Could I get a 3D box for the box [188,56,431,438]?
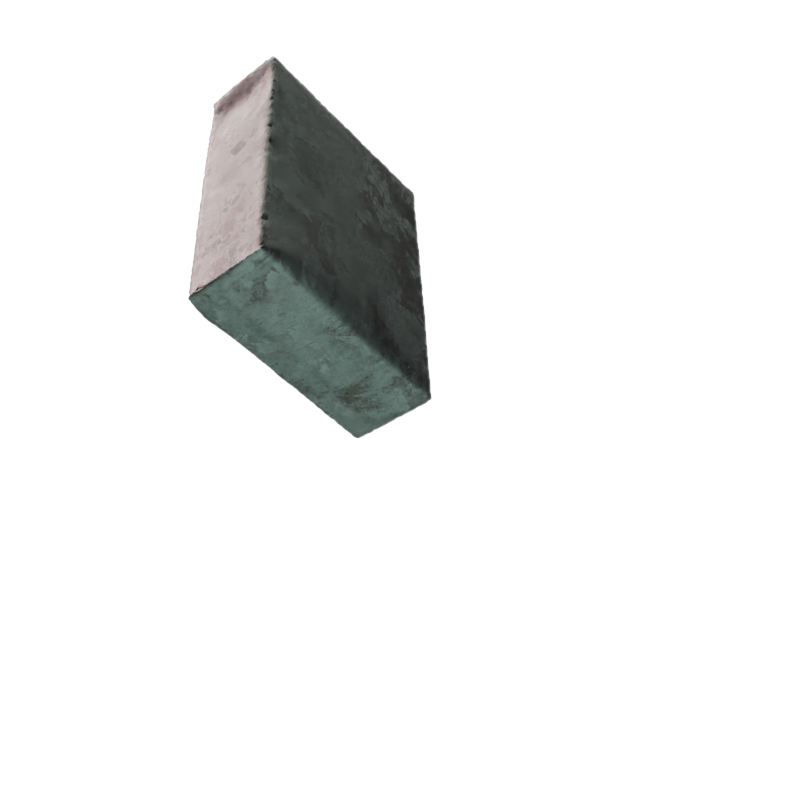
[{"bbox_3d":[-0.059,-0.107,0.749,0.071,0.230,0.153,-32,-53,25],"label":"box"}]
